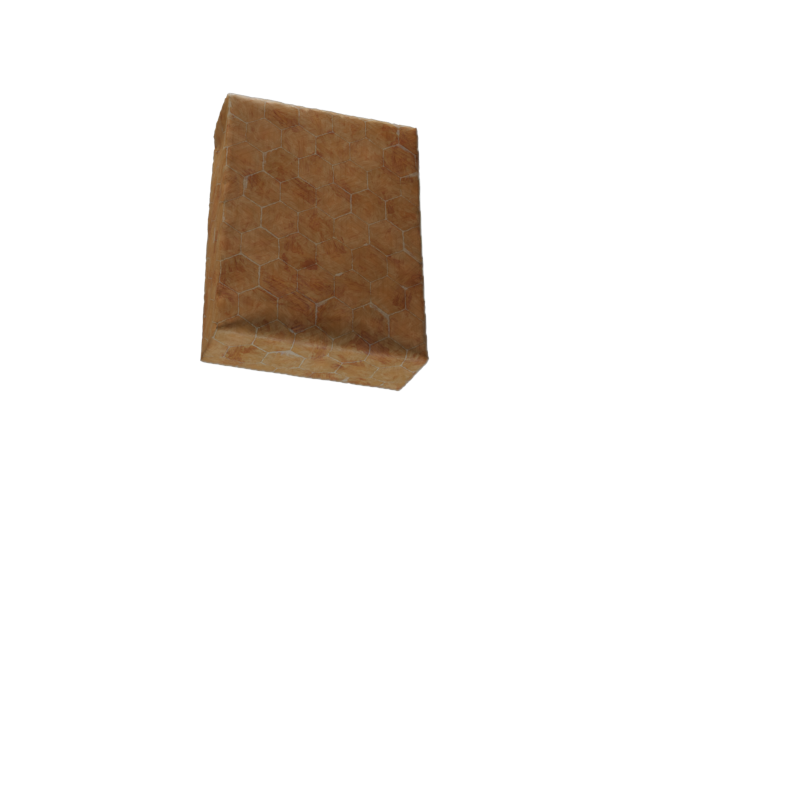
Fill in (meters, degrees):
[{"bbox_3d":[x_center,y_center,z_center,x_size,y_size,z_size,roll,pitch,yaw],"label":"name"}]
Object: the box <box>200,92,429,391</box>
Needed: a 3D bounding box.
[{"bbox_3d":[-0.068,-0.124,0.872,0.160,0.227,0.069,7,-30,-16],"label":"box"}]
